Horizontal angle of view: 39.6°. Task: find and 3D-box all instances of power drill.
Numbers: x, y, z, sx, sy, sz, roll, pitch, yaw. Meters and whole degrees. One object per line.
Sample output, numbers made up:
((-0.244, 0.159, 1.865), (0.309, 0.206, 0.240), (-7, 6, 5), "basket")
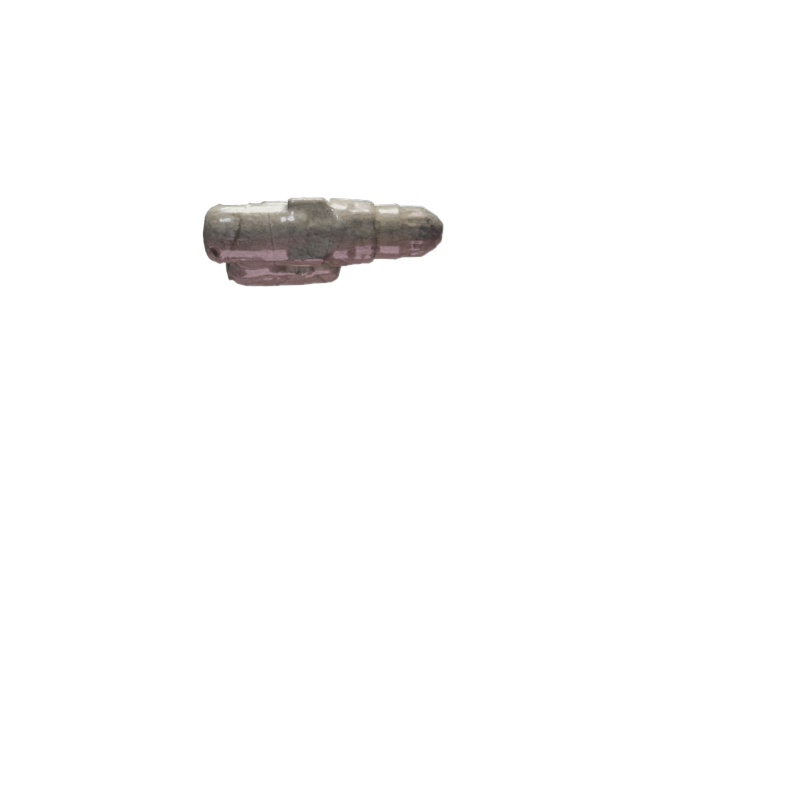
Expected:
((-0.072, -0.131, 0.914), (0.182, 0.058, 0.188), (0, -1, -9), "power drill")
